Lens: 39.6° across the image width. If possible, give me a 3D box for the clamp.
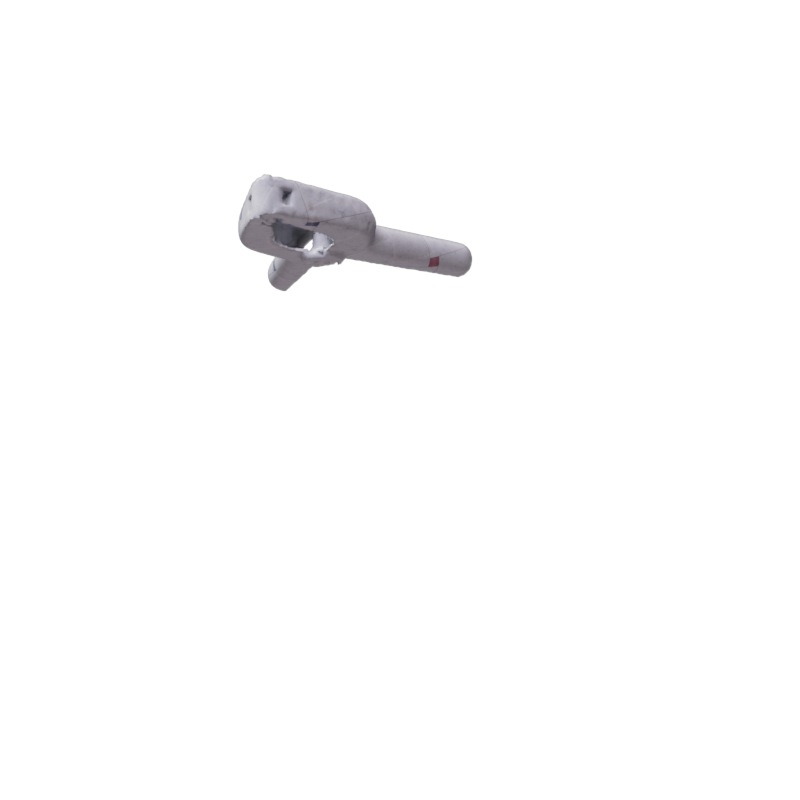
[{"bbox_3d":[-0.062,-0.112,0.788,0.169,0.037,0.199,-5,-10,27],"label":"clamp"}]
